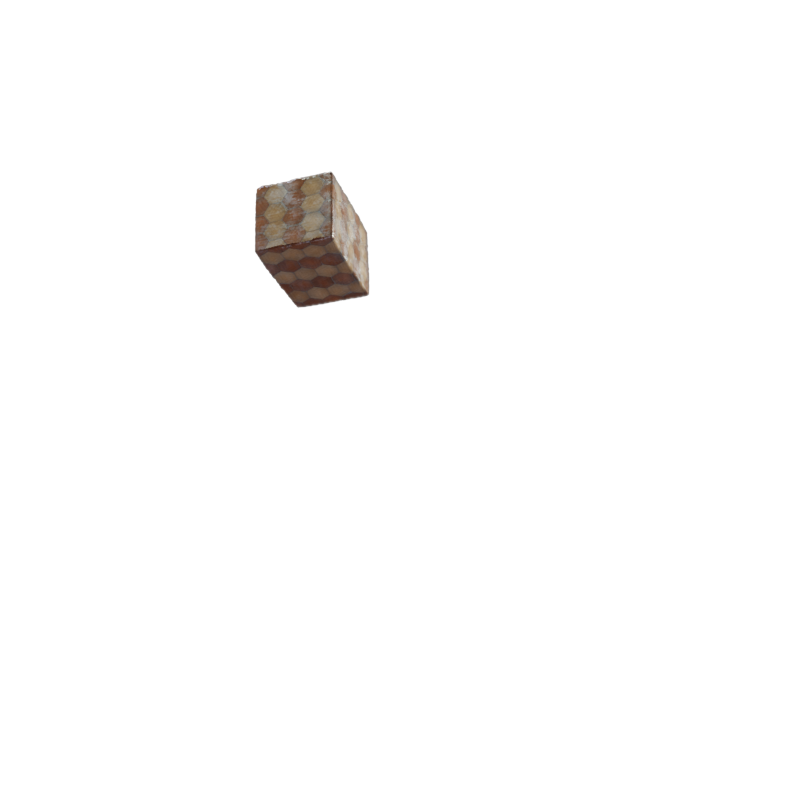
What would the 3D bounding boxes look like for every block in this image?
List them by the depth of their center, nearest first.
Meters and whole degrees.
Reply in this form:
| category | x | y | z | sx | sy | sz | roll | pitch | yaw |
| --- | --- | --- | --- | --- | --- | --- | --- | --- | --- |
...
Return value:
| category | x | y | z | sx | sy | sz | roll | pitch | yaw |
| --- | --- | --- | --- | --- | --- | --- | --- | --- | --- |
| block | -0.056 | -0.103 | 0.719 | 0.053 | 0.055 | 0.072 | -10 | -29 | 15 |
